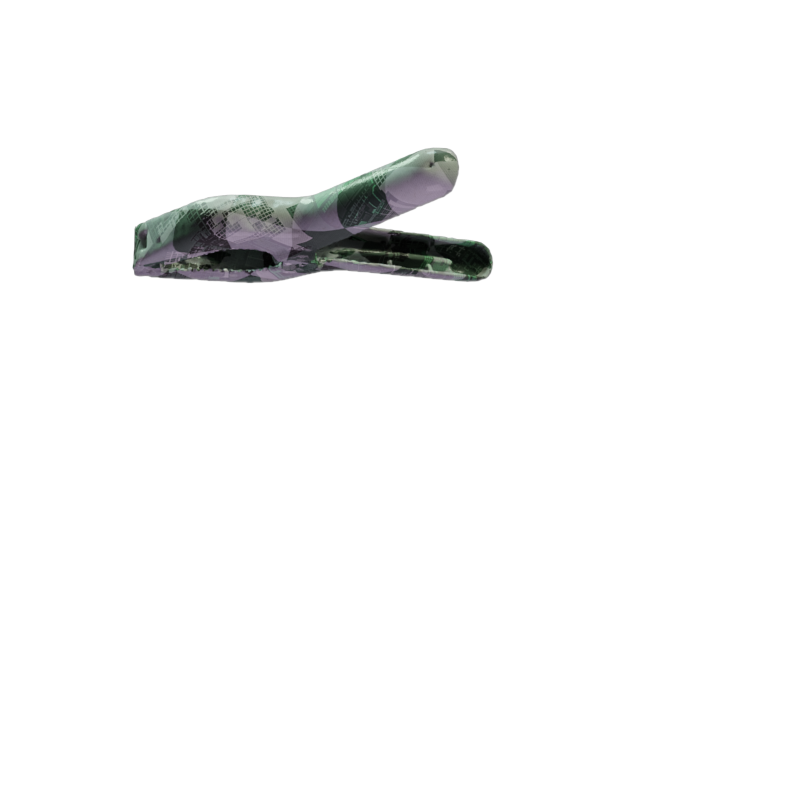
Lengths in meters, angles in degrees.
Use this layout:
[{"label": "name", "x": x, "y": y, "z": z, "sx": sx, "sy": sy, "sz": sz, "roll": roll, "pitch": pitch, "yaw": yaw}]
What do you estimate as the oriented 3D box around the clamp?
[{"label": "clamp", "x": -0.050, "y": -0.091, "z": 0.637, "sx": 0.214, "sy": 0.038, "sz": 0.155, "roll": -5, "pitch": -14, "yaw": 19}]
